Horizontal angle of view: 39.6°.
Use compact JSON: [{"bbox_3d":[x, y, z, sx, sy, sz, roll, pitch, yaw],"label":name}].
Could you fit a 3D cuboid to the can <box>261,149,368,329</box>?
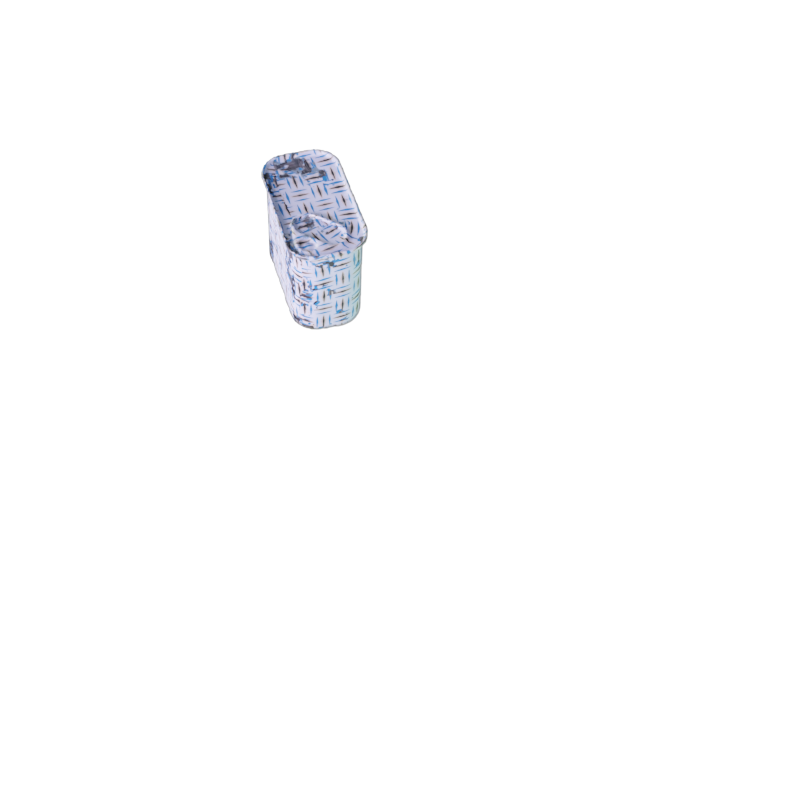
[{"bbox_3d":[-0.062,-0.113,0.790,0.057,0.110,0.078,-12,-37,-12],"label":"can"}]
